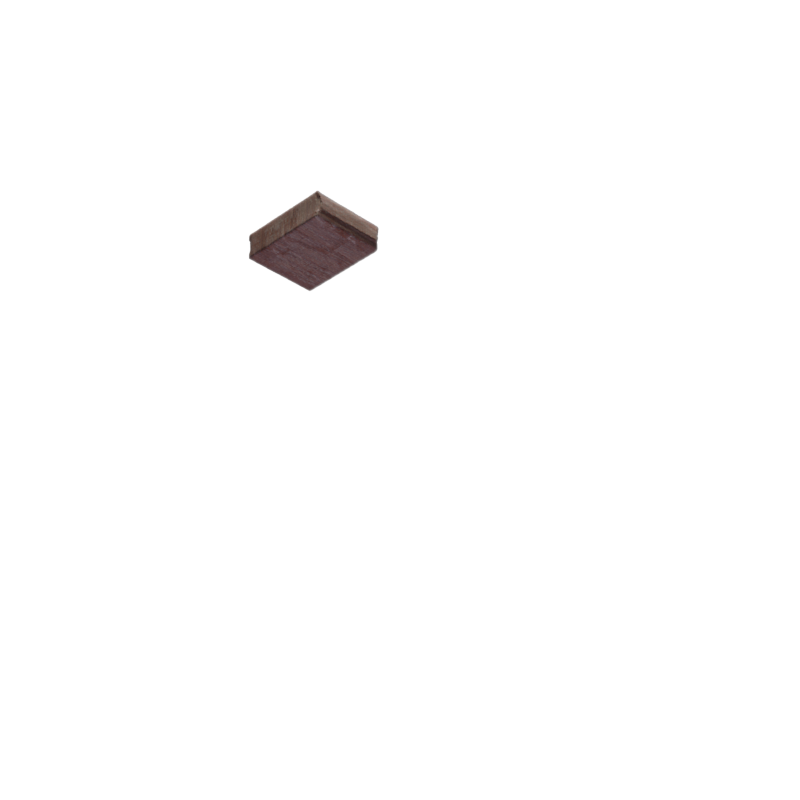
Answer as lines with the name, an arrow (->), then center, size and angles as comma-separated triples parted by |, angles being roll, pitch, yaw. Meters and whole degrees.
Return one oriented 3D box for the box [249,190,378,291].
box -> -0.074, -0.136, 0.953 | 0.089, 0.032, 0.068 | -28, -41, 37
